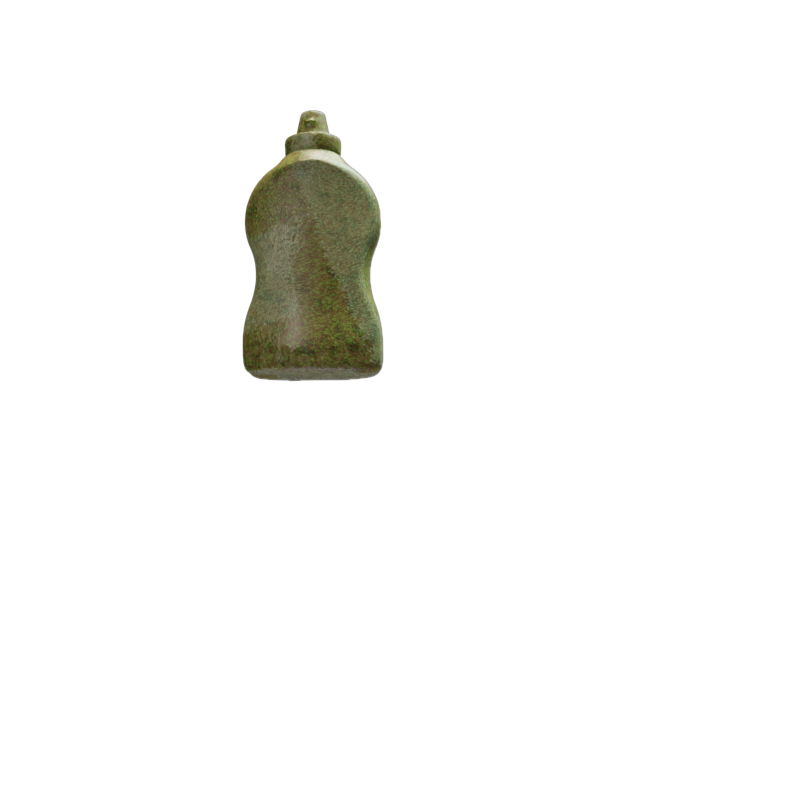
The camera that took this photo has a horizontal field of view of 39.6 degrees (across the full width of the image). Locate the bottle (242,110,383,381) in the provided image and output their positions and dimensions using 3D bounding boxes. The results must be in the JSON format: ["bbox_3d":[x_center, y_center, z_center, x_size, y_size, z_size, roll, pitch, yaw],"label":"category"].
[{"bbox_3d":[-0.061,-0.112,0.784,0.097,0.198,0.056,-2,-14,6],"label":"bottle"}]
